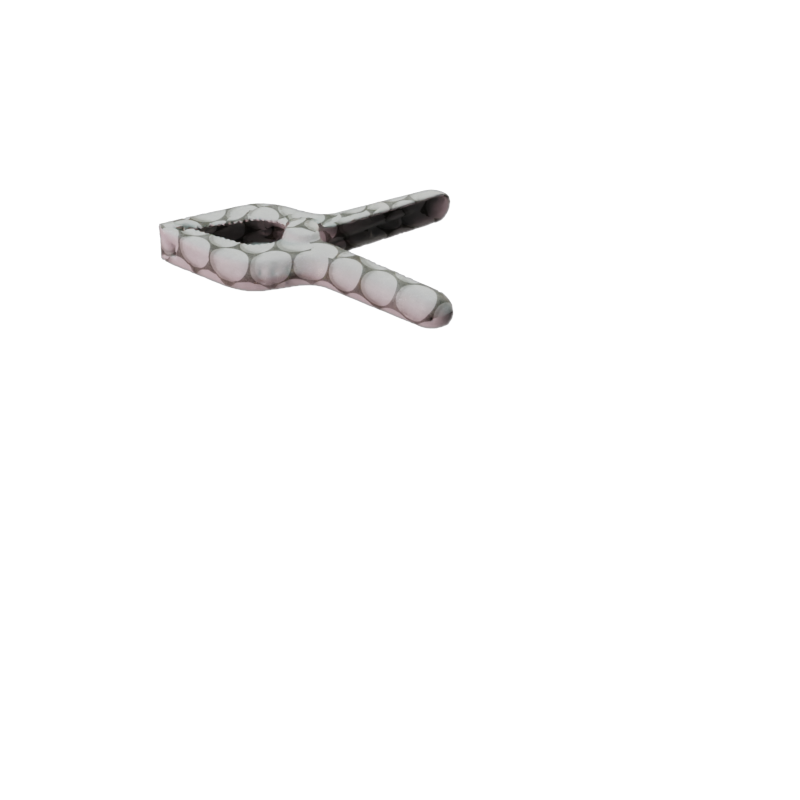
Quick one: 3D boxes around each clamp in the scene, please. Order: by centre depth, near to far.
[{"bbox_3d":[-0.061,-0.110,0.773,0.213,0.034,0.172,6,34,9],"label":"clamp"}]
